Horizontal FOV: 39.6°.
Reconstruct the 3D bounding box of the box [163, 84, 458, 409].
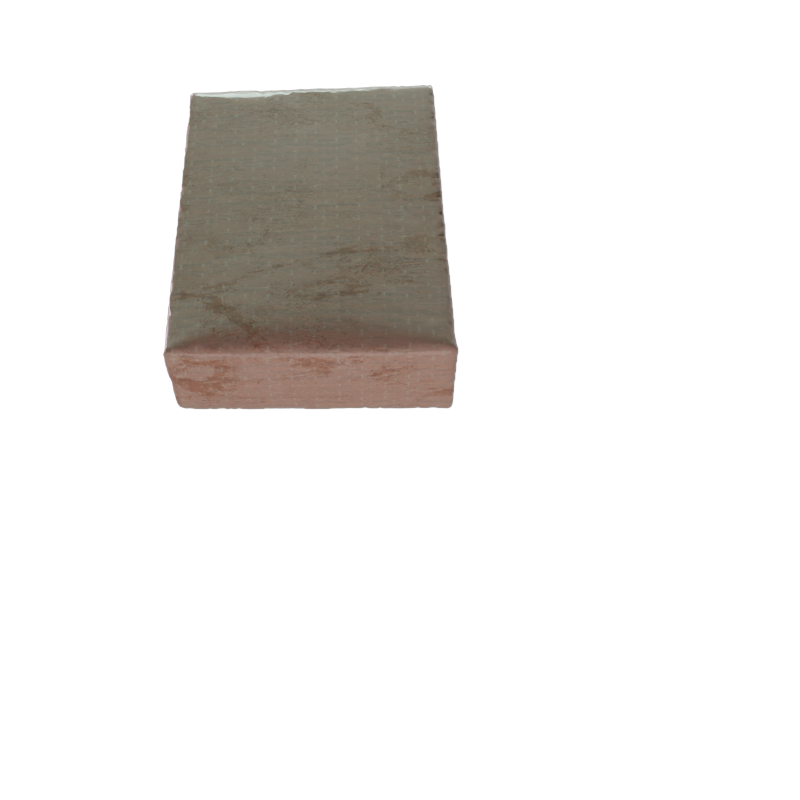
[{"bbox_3d":[-0.054,-0.099,0.694,0.164,0.229,0.067,-2,-37,0],"label":"box"}]
